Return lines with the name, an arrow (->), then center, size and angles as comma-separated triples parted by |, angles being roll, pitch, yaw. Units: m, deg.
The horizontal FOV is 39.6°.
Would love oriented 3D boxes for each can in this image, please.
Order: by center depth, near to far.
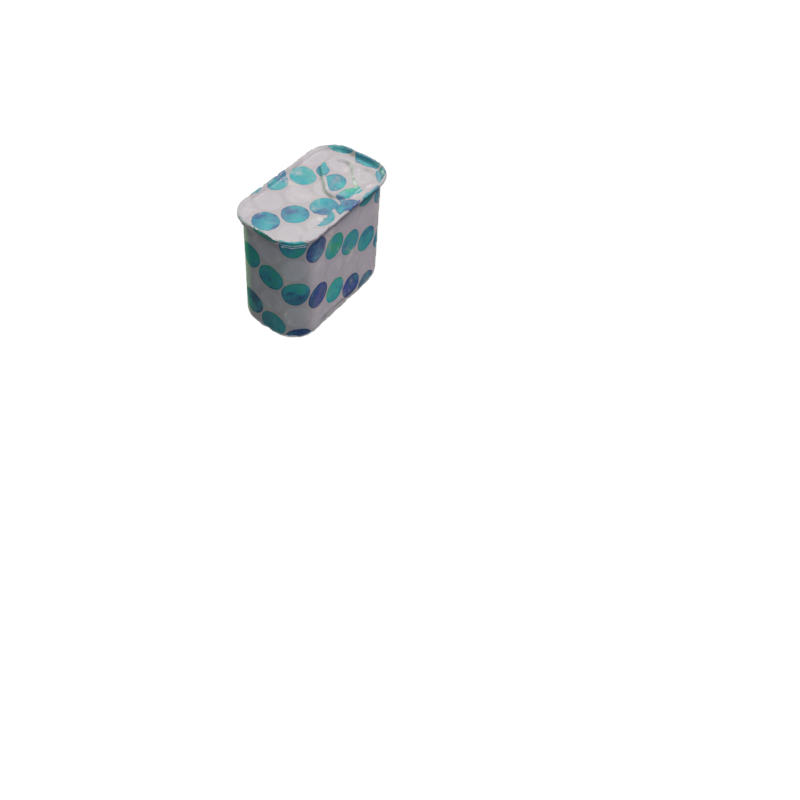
can -> -0.056, -0.102, 0.714 | 0.061, 0.078, 0.104 | 27, 50, 23
